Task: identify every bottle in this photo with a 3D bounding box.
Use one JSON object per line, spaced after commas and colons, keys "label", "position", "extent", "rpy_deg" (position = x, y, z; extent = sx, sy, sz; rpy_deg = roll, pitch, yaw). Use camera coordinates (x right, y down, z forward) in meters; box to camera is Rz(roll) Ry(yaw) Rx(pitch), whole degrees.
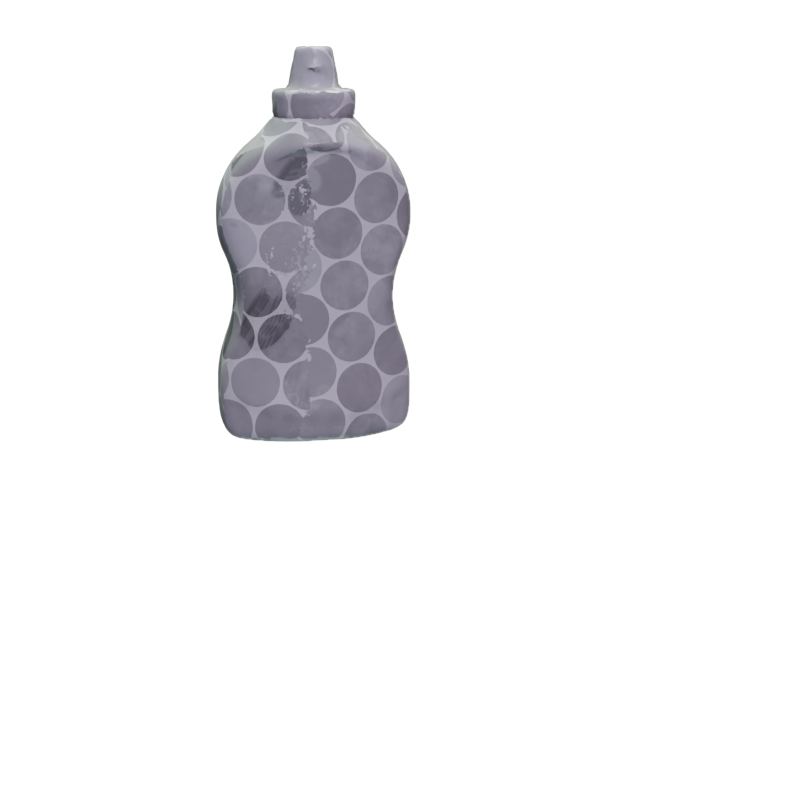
{"label": "bottle", "position": [-0.043, -0.079, 0.552], "extent": [0.095, 0.187, 0.060], "rpy_deg": [-1, 11, -10]}
